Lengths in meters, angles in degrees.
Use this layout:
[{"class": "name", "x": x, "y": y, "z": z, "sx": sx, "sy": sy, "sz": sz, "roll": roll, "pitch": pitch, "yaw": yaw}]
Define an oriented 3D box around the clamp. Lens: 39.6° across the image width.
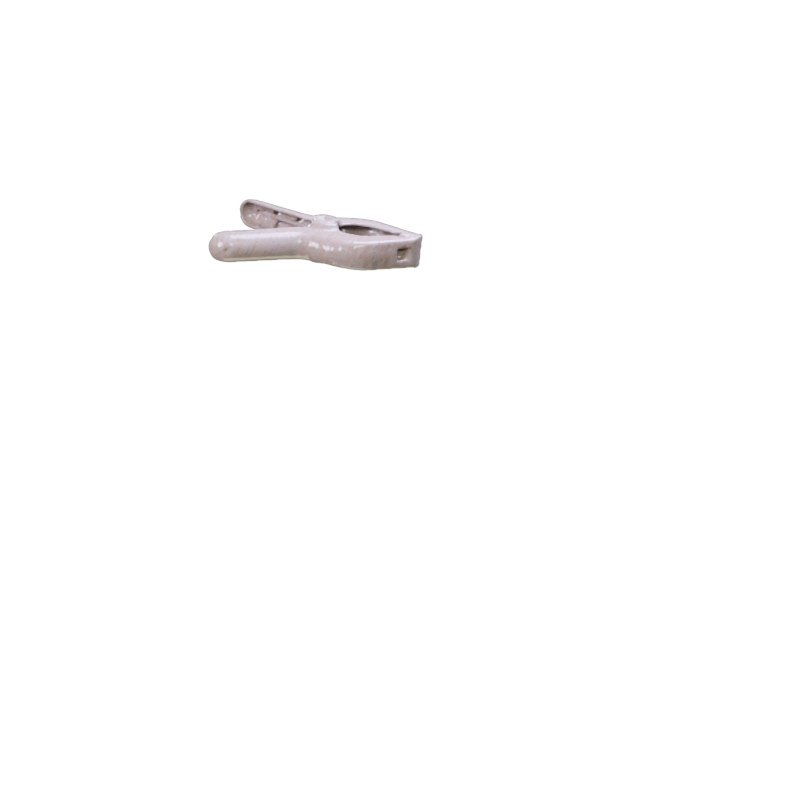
[{"class": "clamp", "x": -0.071, "y": -0.130, "z": 0.912, "sx": 0.176, "sy": 0.037, "sz": 0.124, "roll": 9, "pitch": 30, "yaw": 15}]
